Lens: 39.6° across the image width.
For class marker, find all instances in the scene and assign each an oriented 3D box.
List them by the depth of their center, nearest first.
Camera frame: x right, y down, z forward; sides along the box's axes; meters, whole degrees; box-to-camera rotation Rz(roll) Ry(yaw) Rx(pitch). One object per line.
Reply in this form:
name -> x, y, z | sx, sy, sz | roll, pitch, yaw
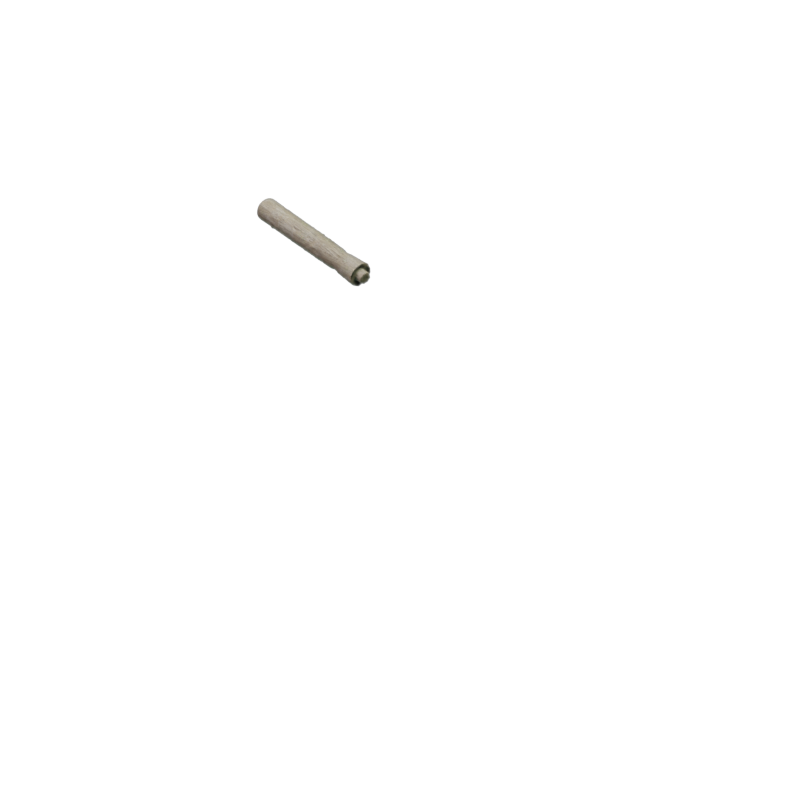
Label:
marker -> -0.065, -0.118, 0.828 | 0.019, 0.019, 0.130 | -3, 31, -44
